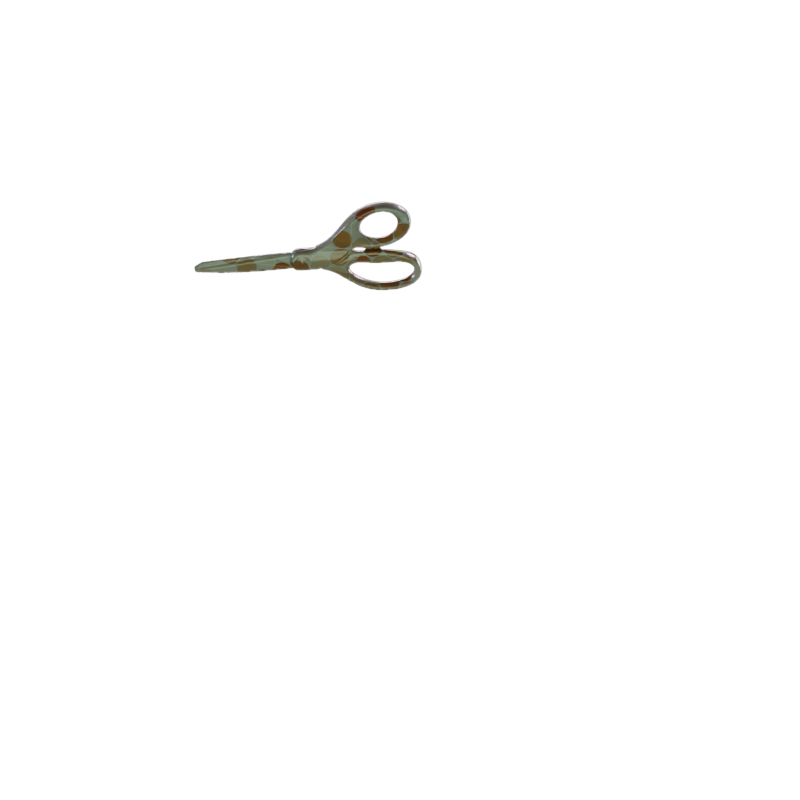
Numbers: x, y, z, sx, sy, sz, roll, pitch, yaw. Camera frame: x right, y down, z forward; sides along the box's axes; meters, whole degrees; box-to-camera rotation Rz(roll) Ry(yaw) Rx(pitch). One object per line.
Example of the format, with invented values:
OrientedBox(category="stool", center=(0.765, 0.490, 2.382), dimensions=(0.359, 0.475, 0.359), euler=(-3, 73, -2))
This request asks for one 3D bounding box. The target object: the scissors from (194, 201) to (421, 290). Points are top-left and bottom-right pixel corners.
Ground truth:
OrientedBox(category="scissors", center=(-0.077, -0.140, 0.981), dimensions=(0.200, 0.091, 0.017), euler=(8, 33, -5))
